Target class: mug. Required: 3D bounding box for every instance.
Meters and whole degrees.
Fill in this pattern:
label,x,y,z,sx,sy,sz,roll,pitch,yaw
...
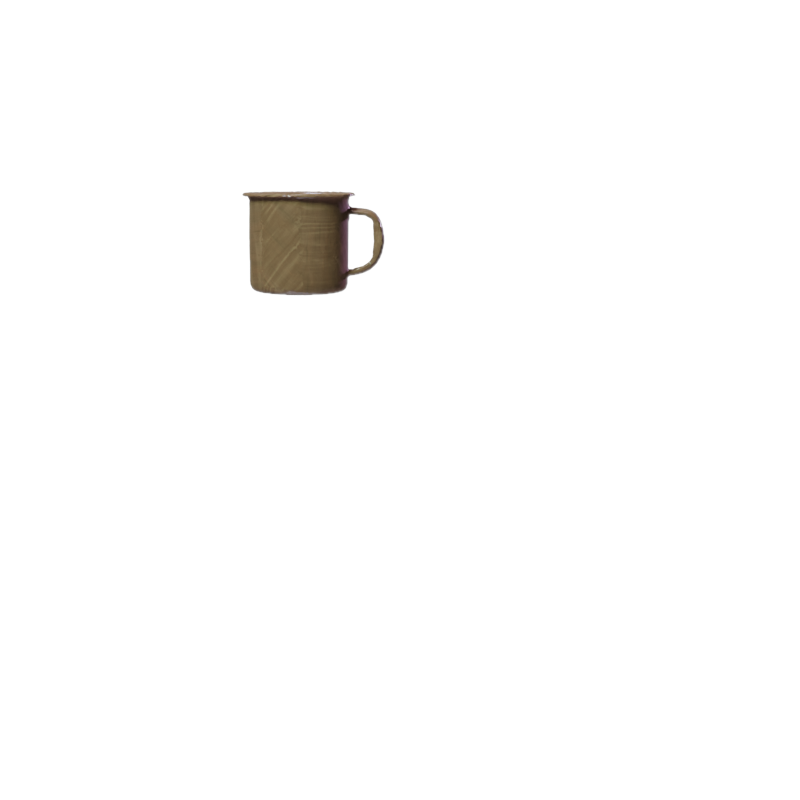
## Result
label,x,y,z,sx,sy,sz,roll,pitch,yaw
mug,-0.072,-0.131,0.919,0.117,0.080,0.095,0,8,-1
